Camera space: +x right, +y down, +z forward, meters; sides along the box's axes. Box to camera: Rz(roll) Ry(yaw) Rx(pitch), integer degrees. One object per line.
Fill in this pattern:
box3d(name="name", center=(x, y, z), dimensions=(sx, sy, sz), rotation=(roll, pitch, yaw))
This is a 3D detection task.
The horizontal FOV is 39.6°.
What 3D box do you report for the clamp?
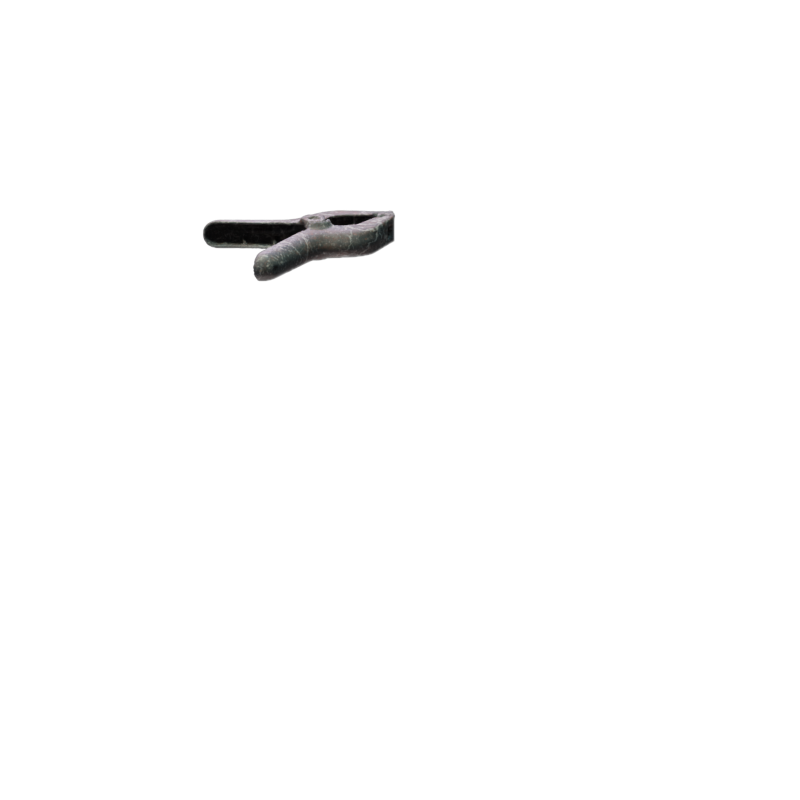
box3d(name="clamp", center=(-0.075, -0.137, 0.960), dimensions=(0.169, 0.037, 0.129), rotation=(-11, 32, -18))
